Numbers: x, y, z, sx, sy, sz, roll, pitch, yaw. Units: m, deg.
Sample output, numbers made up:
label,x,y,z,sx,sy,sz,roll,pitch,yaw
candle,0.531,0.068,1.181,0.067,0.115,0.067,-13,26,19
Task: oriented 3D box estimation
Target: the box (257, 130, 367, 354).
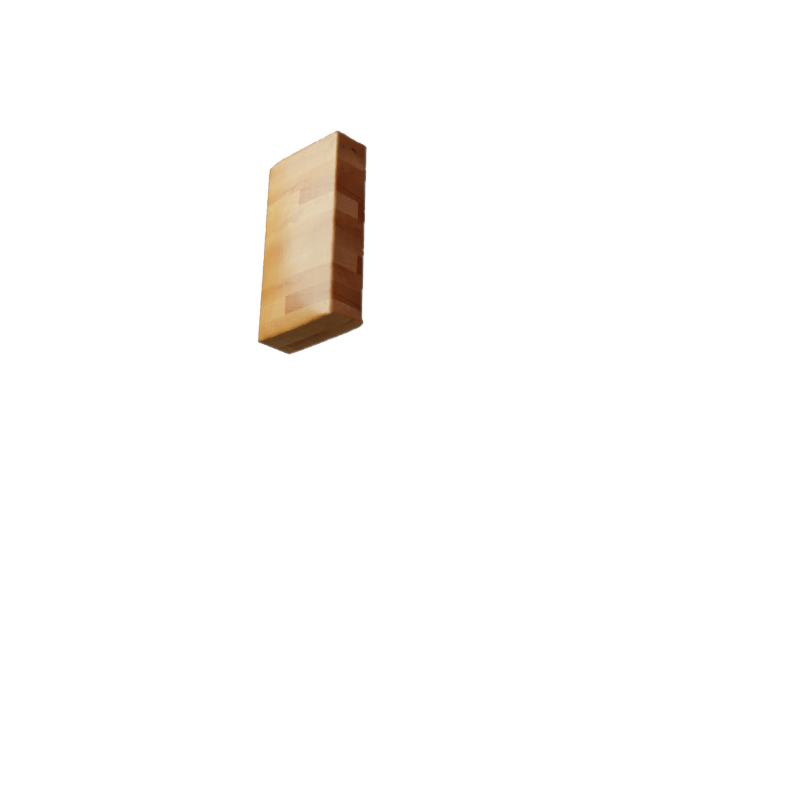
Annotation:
label,x,y,z,sx,sy,sz,roll,pitch,yaw
box,-0.076,-0.137,0.961,0.094,0.186,0.045,-22,-32,38
